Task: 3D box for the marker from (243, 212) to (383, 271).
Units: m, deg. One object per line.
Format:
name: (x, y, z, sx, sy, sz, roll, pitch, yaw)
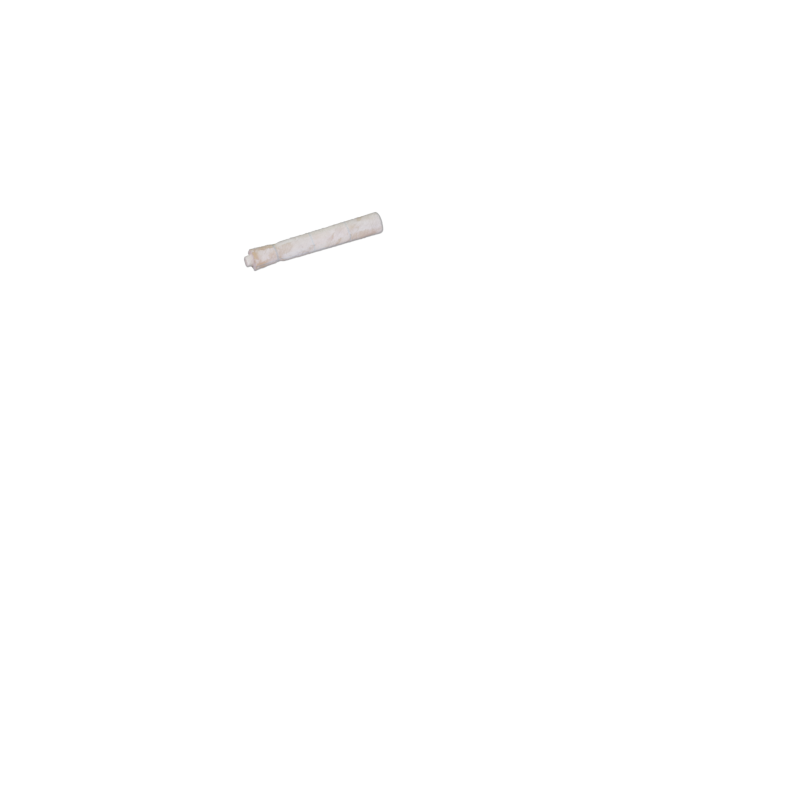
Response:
marker: (-0.073, -0.132, 0.926, 0.120, 0.019, 0.020, -19, 10, -15)
